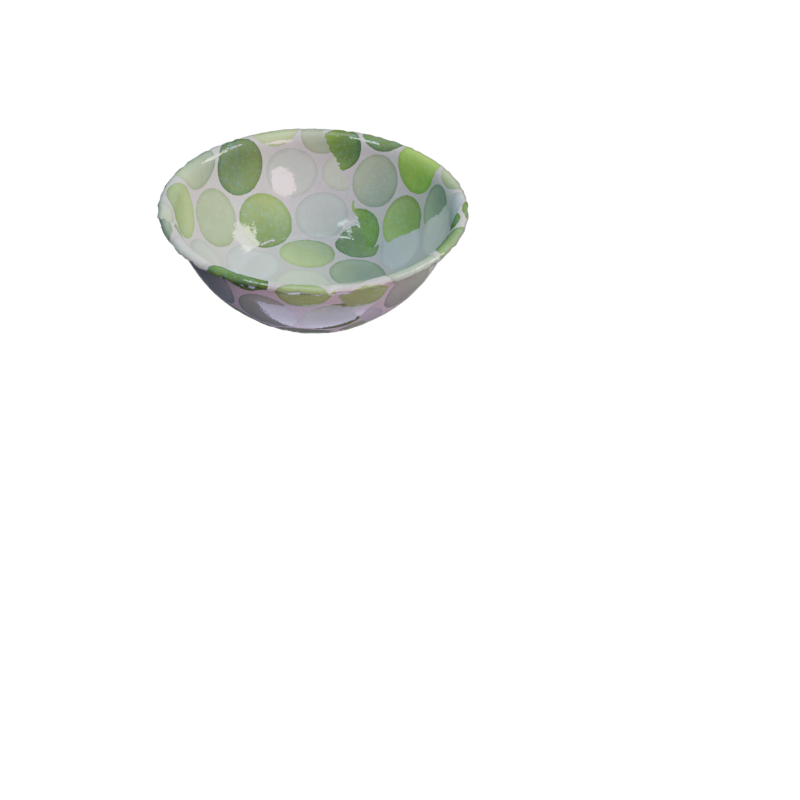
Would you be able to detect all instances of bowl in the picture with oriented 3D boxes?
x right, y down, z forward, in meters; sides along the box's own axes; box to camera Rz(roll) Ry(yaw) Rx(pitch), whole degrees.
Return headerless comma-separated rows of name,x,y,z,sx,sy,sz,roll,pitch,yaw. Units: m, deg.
bowl,-0.046,-0.085,0.593,0.162,0.051,0.174,-1,39,-2
